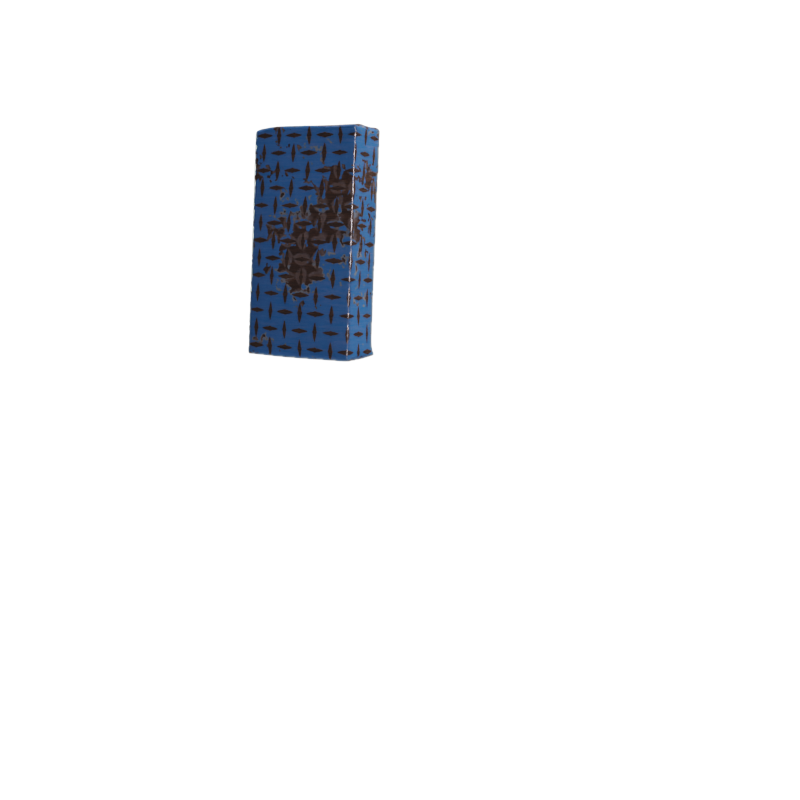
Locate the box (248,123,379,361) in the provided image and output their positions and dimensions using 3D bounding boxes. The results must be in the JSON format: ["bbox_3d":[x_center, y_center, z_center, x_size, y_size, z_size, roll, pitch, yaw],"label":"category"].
[{"bbox_3d":[-0.067,-0.121,0.851,0.097,0.176,0.046,2,2,30],"label":"box"}]
